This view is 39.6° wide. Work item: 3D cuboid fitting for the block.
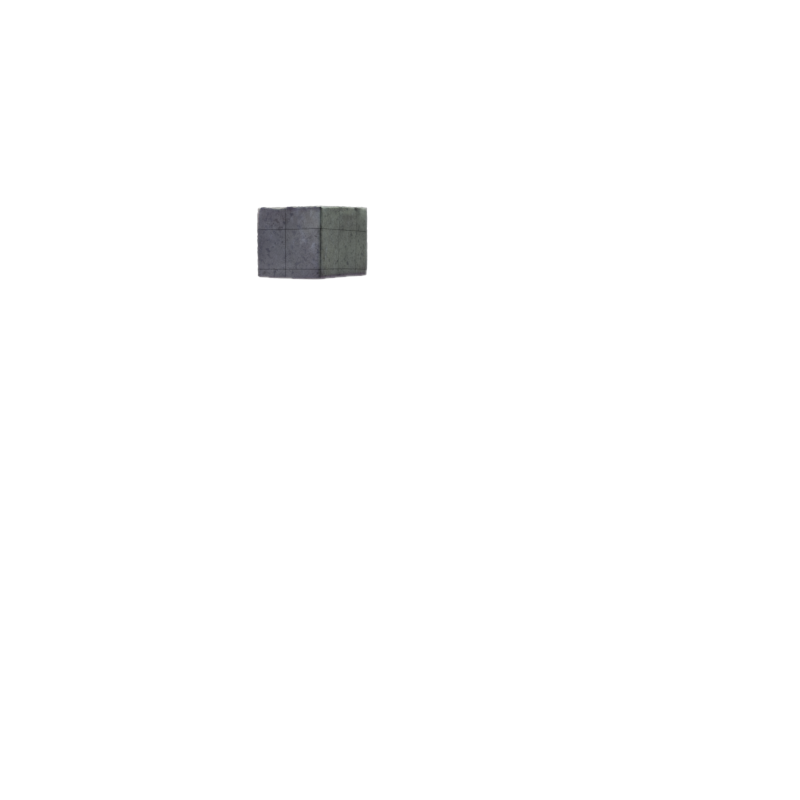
[{"bbox_3d":[-0.063,-0.115,0.806,0.054,0.051,0.076,2,7,25],"label":"block"}]
